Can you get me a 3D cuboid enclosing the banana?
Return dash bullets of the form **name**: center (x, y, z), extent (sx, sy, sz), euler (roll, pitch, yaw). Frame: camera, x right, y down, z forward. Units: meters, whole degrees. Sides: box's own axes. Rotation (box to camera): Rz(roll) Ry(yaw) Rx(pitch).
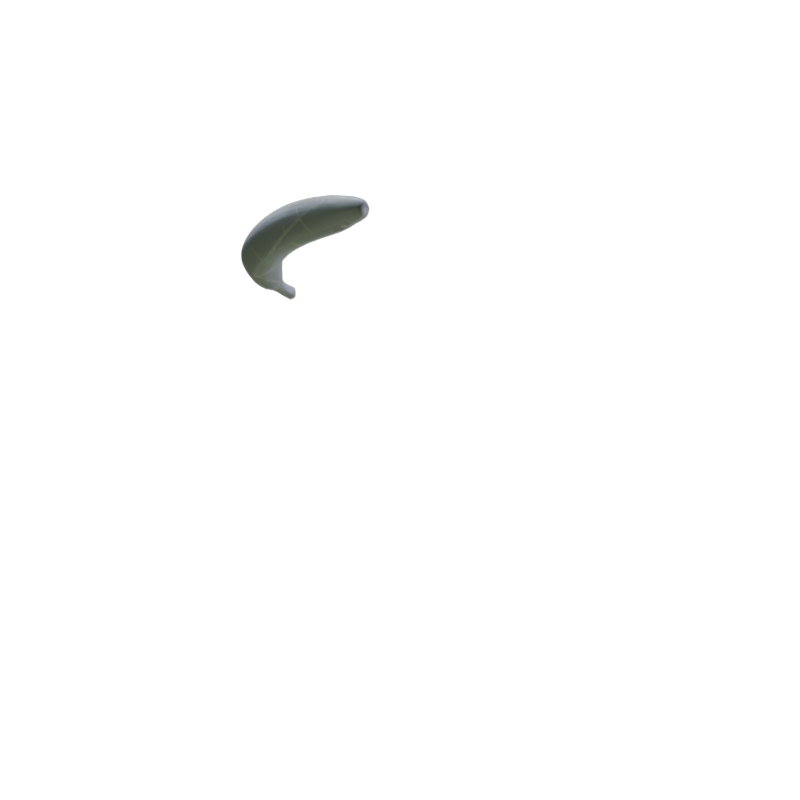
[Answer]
- **banana**: center (-0.092, -0.135, 0.939), extent (0.067, 0.038, 0.195), euler (6, -16, -22)
